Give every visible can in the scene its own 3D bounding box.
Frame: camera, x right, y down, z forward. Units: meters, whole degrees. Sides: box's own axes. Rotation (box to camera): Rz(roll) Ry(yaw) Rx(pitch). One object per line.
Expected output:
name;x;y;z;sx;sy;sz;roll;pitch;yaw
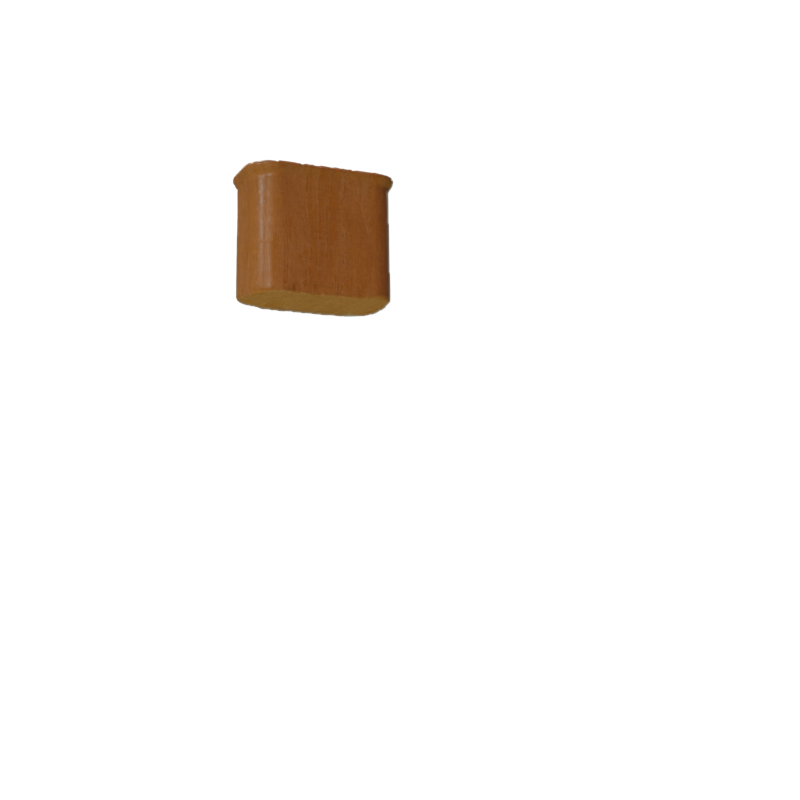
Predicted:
can;-0.056;-0.101;0.710;0.099;0.087;0.057;4;-14;-23
